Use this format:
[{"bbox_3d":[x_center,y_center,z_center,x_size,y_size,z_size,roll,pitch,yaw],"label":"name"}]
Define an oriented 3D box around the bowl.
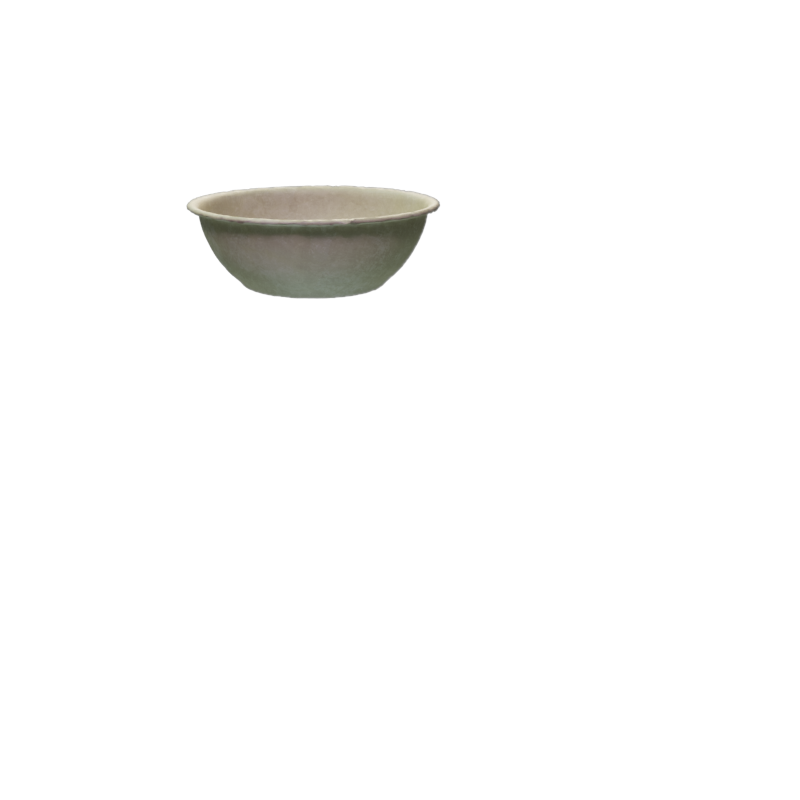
[{"bbox_3d":[-0.056,-0.102,0.713,0.162,0.053,0.168,-1,17,-2],"label":"bowl"}]
